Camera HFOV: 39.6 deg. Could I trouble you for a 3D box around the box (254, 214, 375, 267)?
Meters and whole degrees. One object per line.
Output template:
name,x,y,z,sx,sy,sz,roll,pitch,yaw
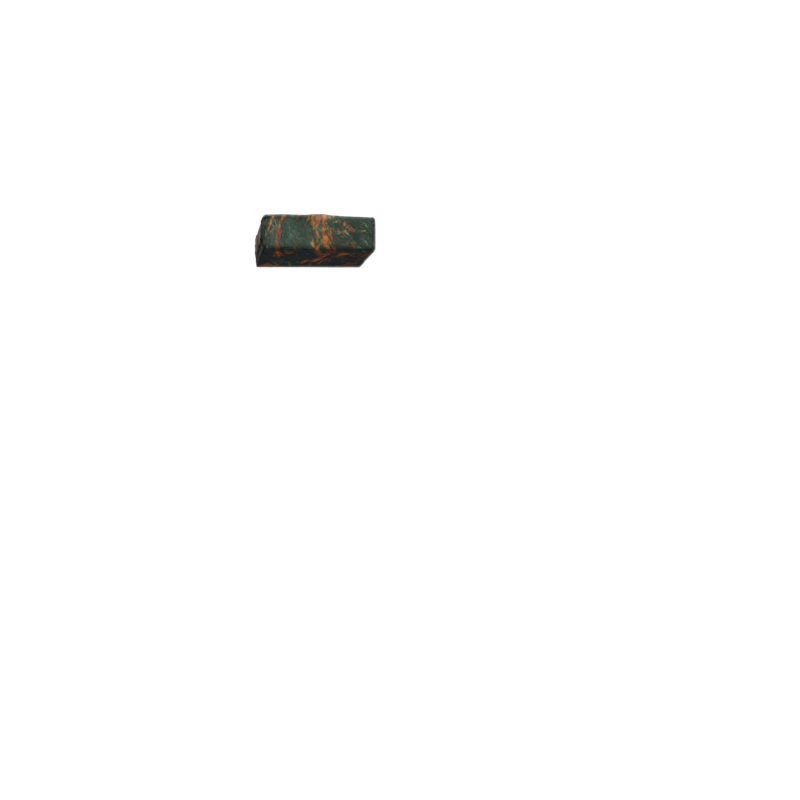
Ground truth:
box,-0.069,-0.125,0.877,0.088,0.031,0.072,1,-5,-8
